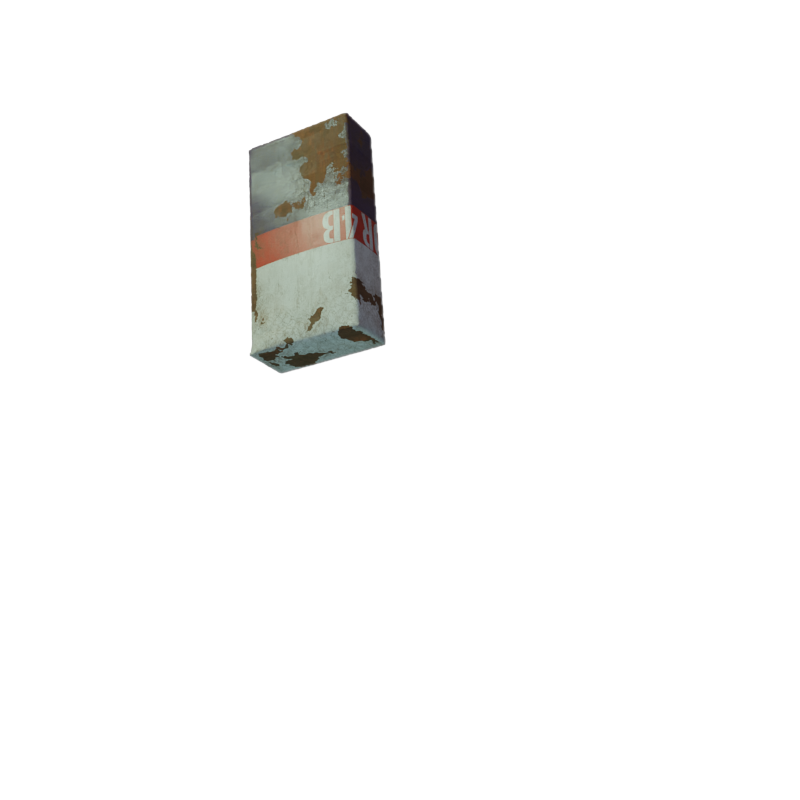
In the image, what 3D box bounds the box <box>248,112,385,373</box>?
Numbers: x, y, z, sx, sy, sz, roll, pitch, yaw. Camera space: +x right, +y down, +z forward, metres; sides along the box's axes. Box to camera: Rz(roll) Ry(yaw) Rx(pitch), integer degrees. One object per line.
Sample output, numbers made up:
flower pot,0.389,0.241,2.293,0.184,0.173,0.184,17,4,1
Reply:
box,-0.064,-0.116,0.816,0.095,0.187,0.045,-16,-31,26
